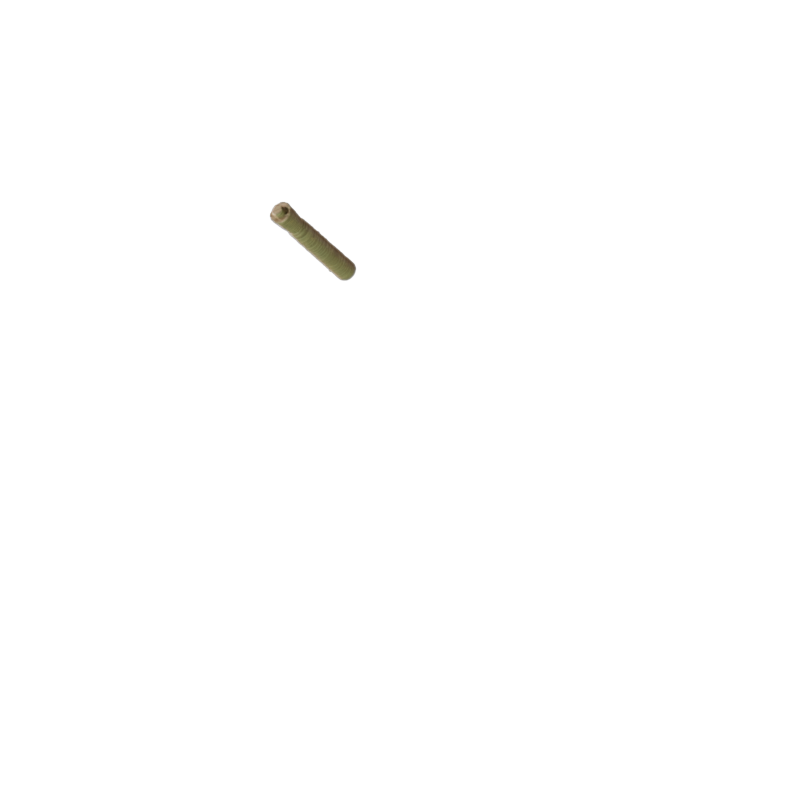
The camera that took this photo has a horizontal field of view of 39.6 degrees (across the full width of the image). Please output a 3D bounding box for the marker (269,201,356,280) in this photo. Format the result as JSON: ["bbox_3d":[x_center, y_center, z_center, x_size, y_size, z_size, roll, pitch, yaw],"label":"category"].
[{"bbox_3d":[-0.071,-0.130,0.909,0.020,0.020,0.112,2,-18,29],"label":"marker"}]
